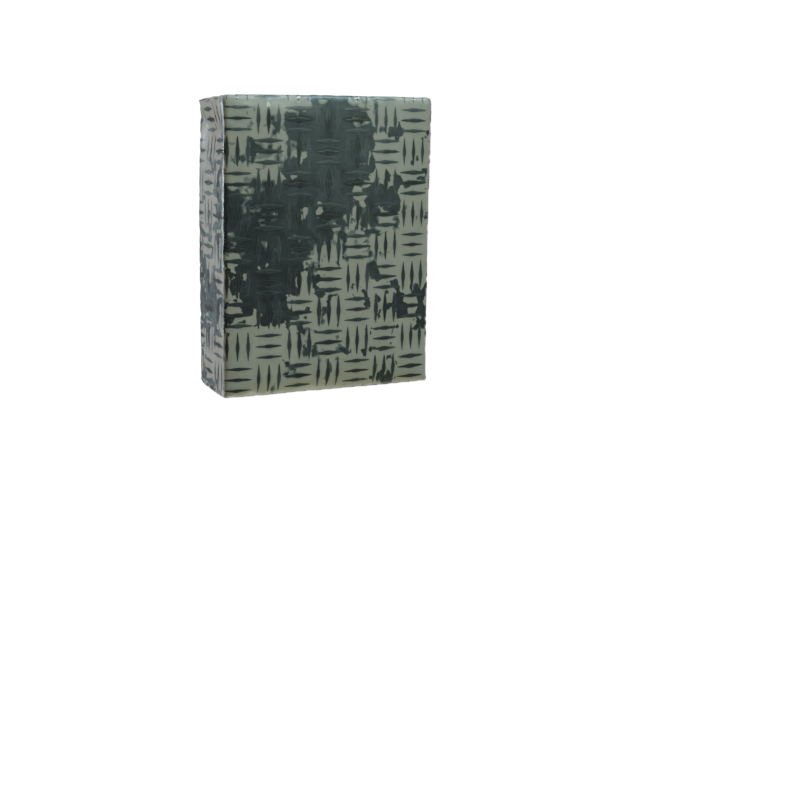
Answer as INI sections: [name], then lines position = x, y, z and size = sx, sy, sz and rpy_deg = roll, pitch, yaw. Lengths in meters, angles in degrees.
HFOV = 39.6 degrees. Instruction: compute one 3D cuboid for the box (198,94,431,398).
[box]
position = -0.064, -0.118, 0.823
size = 0.160, 0.211, 0.075
rpy_deg = -3, 7, -25
